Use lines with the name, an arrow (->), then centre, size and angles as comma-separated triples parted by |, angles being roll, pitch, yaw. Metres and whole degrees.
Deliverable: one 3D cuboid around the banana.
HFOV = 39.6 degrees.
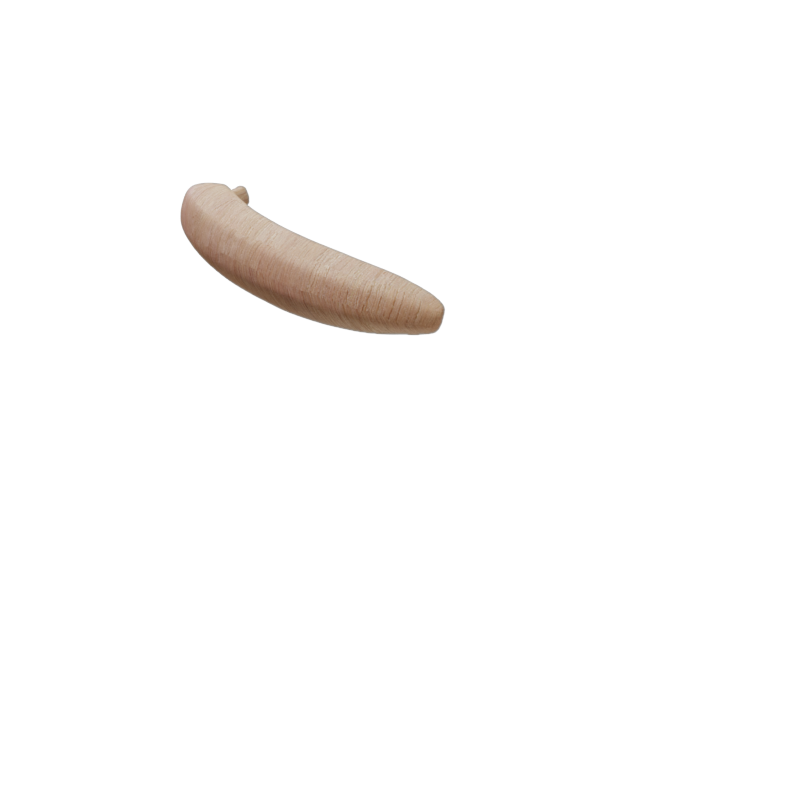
banana -> -0.062, -0.078, 0.569 | 0.069, 0.035, 0.213 | -19, 36, -29
